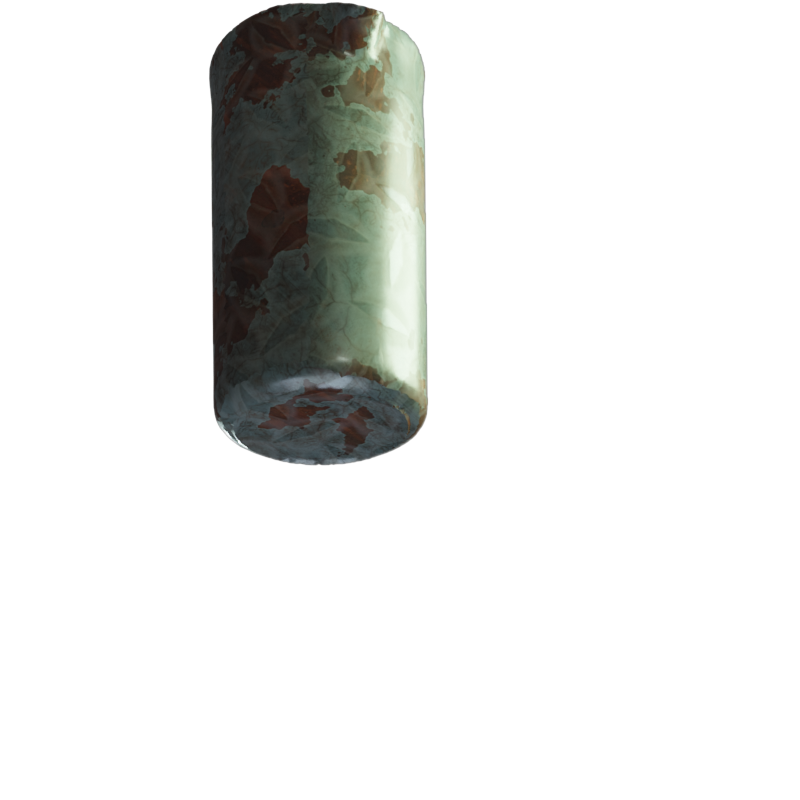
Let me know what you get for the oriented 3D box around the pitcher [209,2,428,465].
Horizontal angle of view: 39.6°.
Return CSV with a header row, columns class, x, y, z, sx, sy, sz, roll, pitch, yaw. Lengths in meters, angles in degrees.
class,x,y,z,sx,sy,sz,roll,pitch,yaw
pitcher,-0.049,-0.090,0.628,0.147,0.259,0.138,-13,-33,18
